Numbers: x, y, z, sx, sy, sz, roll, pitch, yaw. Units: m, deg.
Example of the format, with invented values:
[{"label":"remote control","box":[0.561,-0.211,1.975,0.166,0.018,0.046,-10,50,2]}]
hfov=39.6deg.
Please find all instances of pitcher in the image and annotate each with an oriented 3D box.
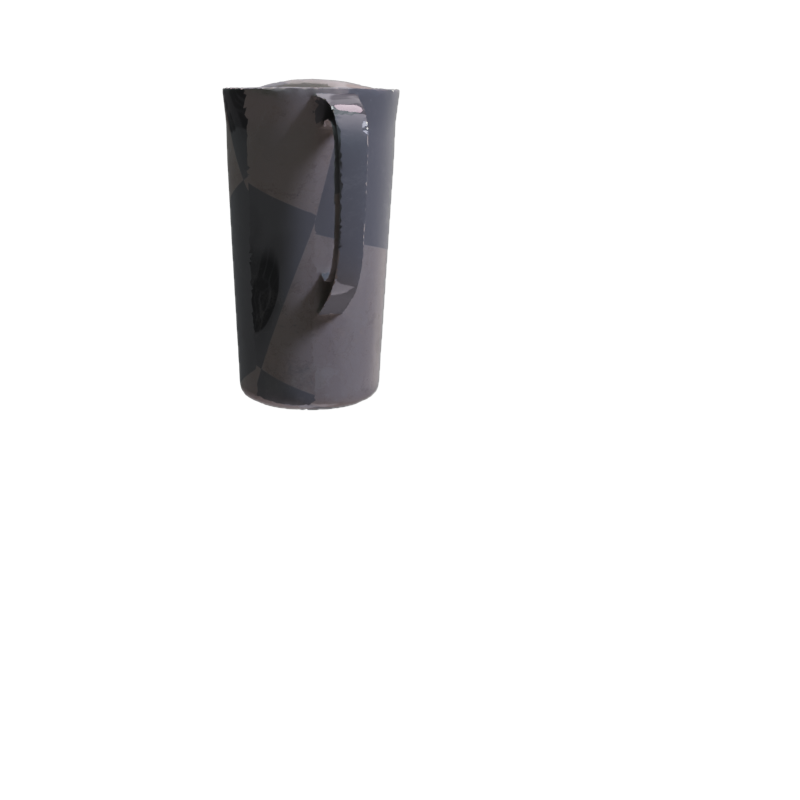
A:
[{"label":"pitcher","box":[-0.065,-0.119,0.835,0.150,0.239,0.147,4,9,25]}]
